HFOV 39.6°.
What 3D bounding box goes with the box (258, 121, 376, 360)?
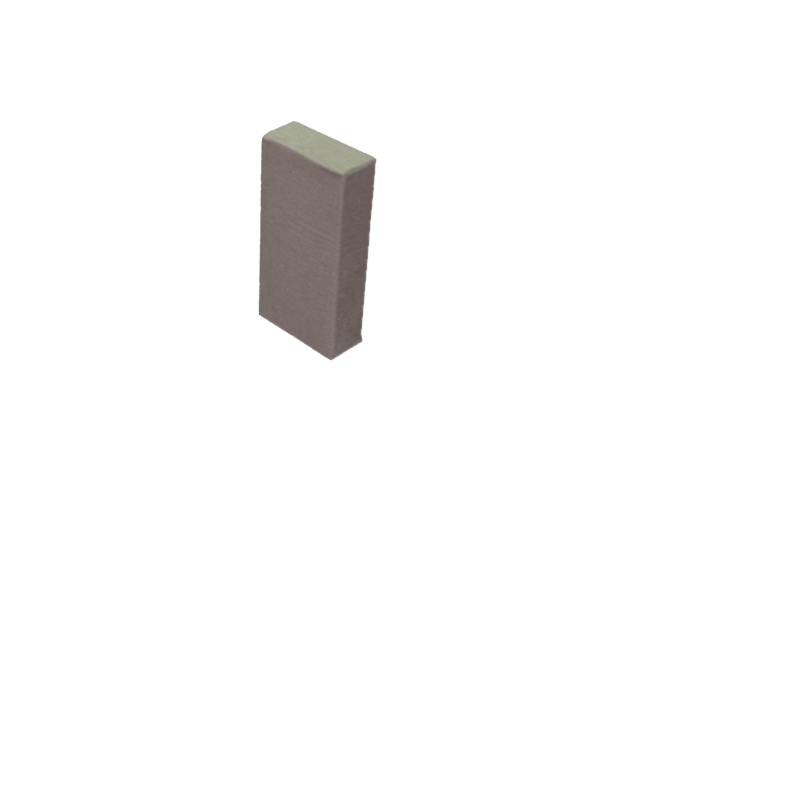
[{"bbox_3d":[-0.071,-0.129,0.904,0.099,0.165,0.048,30,44,33],"label":"box"}]
